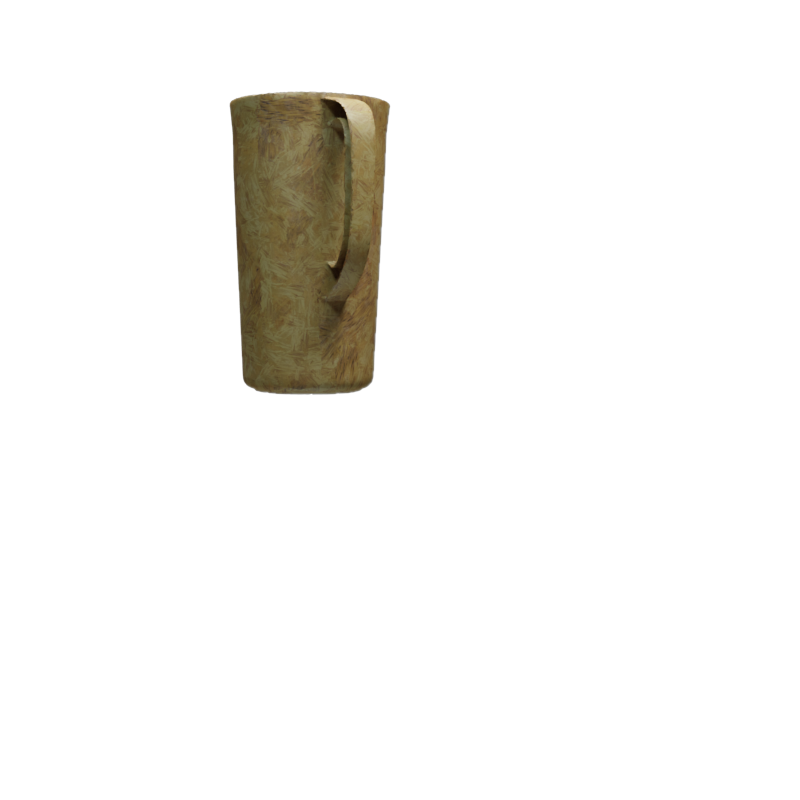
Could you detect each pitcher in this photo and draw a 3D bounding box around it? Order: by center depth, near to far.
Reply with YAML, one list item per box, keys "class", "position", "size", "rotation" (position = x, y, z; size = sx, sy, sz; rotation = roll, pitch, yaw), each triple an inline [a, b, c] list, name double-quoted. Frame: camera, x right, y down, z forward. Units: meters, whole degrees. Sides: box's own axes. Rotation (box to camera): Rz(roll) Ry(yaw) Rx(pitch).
- class: "pitcher"
  position: [-0.071, -0.129, 0.906]
  size: [0.148, 0.244, 0.145]
  rotation: [0, 0, 19]
